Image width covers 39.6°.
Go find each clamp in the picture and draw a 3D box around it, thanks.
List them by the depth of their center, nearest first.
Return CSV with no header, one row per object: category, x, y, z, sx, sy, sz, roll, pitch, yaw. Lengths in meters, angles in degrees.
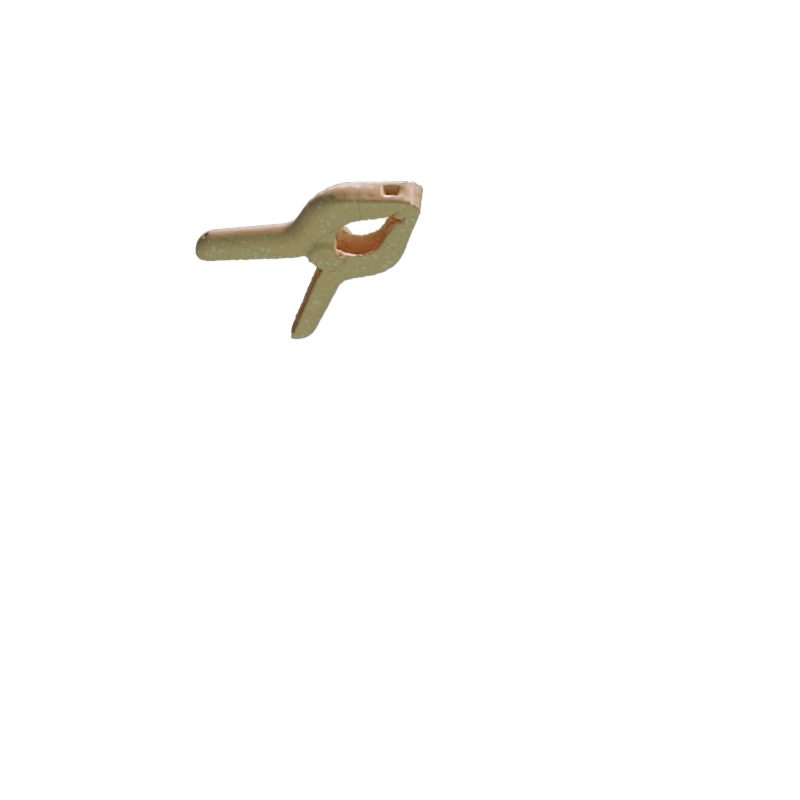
clamp,-0.063,-0.114,0.802,0.113,0.042,0.169,31,-50,-31
